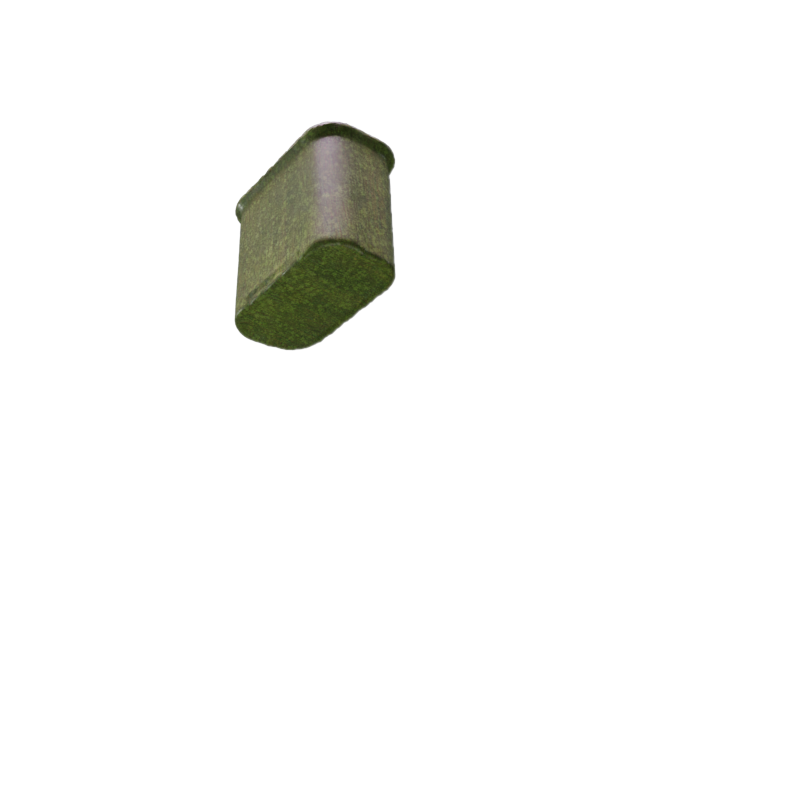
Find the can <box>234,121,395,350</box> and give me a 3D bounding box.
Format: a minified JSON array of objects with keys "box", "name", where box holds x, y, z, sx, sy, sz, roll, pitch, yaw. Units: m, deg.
[{"box":[-0.047,-0.086,0.602,0.054,0.090,0.100,24,-43,-31],"name":"can"}]
